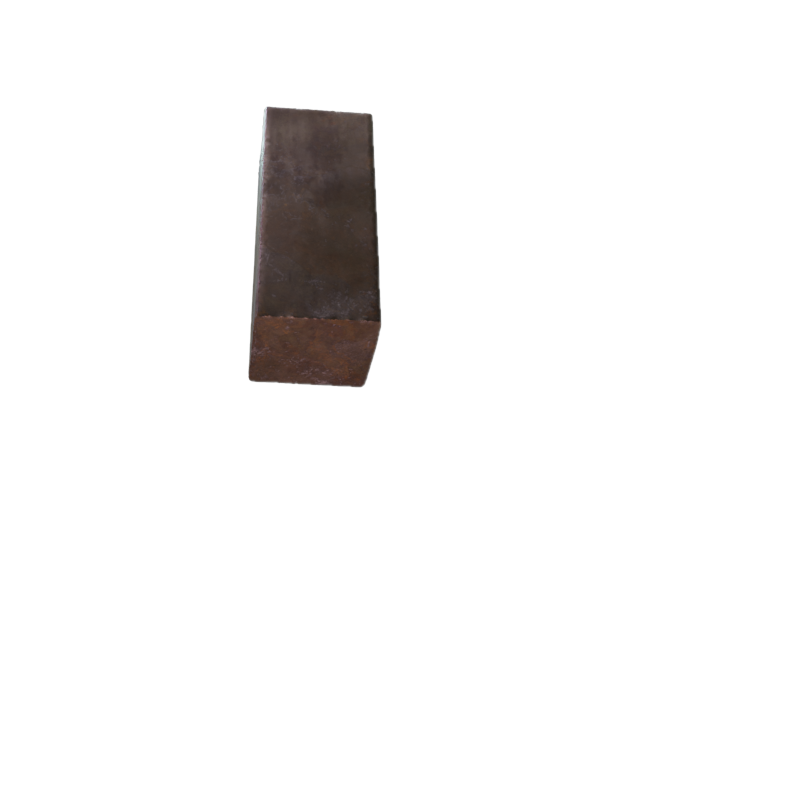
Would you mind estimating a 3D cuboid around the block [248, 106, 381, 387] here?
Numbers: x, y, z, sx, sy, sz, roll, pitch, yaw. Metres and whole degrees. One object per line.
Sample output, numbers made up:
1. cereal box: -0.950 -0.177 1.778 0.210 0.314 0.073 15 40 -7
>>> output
1. block: -0.067 -0.123 0.864 0.090 0.221 0.085 3 -36 -7
